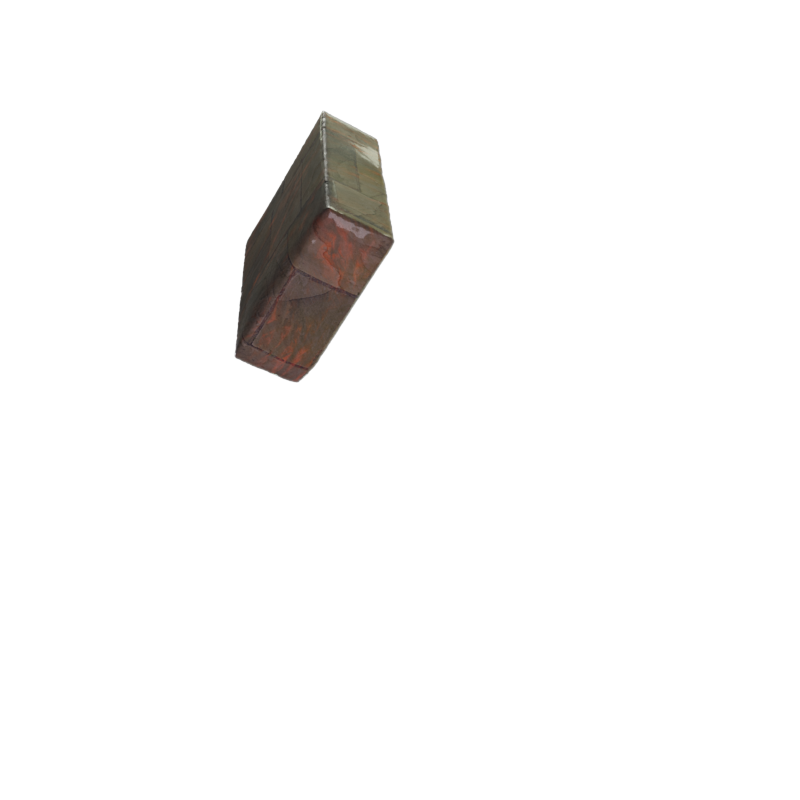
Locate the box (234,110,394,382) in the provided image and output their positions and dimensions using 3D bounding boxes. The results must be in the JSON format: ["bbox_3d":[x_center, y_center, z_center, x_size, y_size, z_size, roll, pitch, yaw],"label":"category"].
[{"bbox_3d":[-0.078,-0.143,1.000,0.069,0.159,0.228,26,27,-19],"label":"box"}]
